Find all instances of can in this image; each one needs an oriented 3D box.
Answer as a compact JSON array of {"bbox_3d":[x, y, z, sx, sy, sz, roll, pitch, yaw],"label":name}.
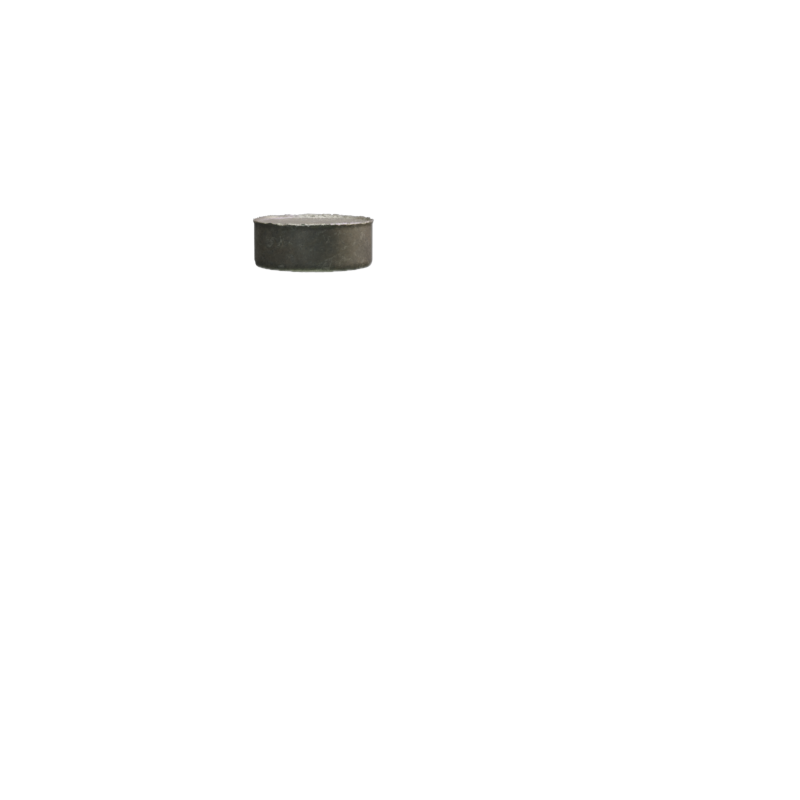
[{"bbox_3d":[-0.062,-0.112,0.787,0.086,0.033,0.088,0,13,-2],"label":"can"}]
